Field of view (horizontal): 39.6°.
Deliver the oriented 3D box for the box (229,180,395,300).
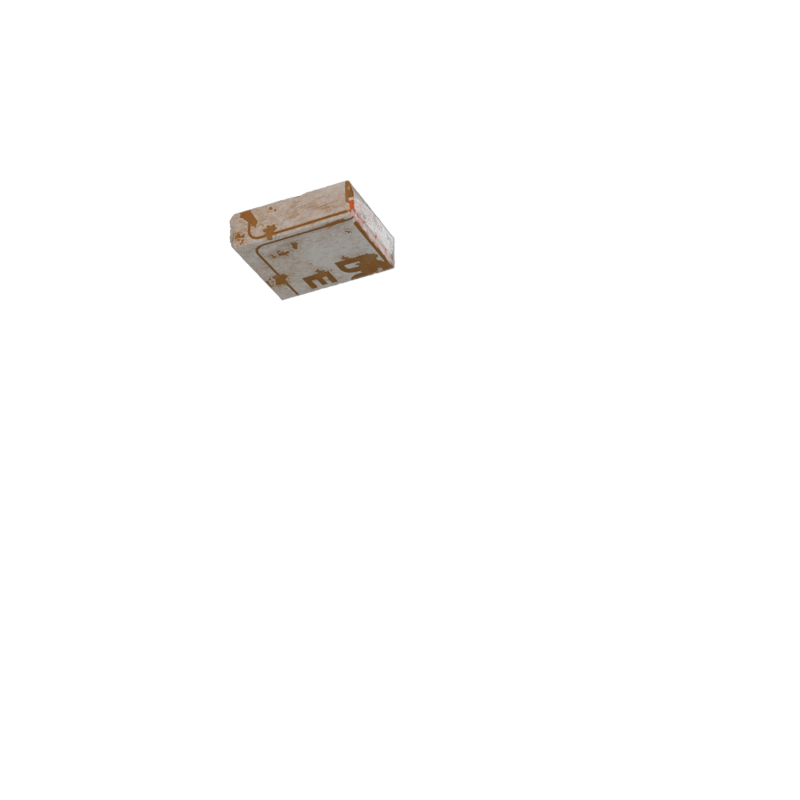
[{"bbox_3d":[-0.058,-0.105,0.737,0.090,0.032,0.068,-13,-32,22],"label":"box"}]
